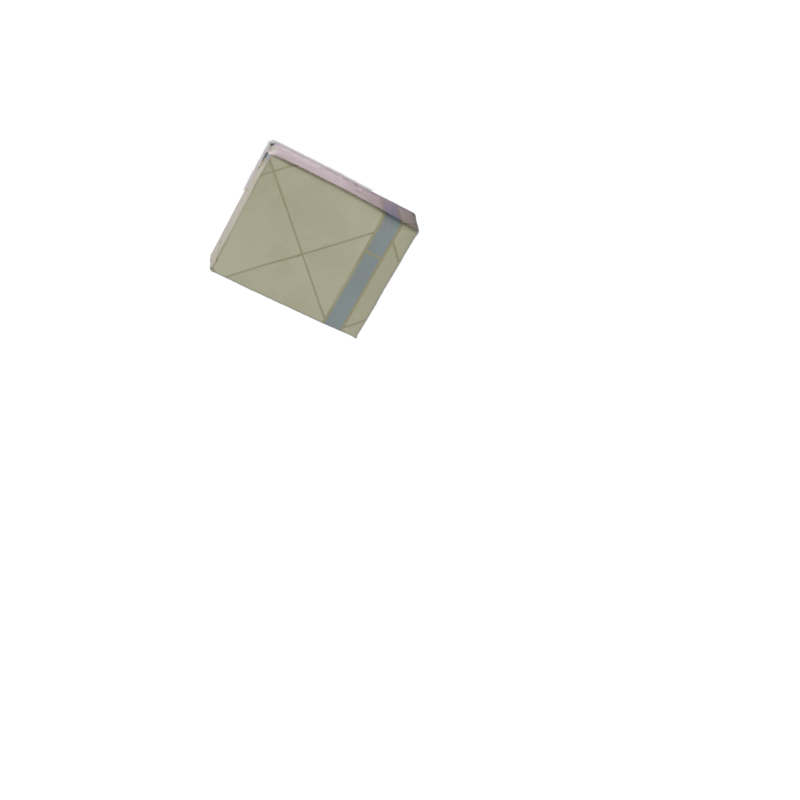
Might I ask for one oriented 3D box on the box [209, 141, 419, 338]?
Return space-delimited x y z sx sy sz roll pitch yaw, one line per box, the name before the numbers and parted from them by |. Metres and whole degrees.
box | -0.057 -0.105 0.732 0.111 0.088 0.041 27 19 -10
